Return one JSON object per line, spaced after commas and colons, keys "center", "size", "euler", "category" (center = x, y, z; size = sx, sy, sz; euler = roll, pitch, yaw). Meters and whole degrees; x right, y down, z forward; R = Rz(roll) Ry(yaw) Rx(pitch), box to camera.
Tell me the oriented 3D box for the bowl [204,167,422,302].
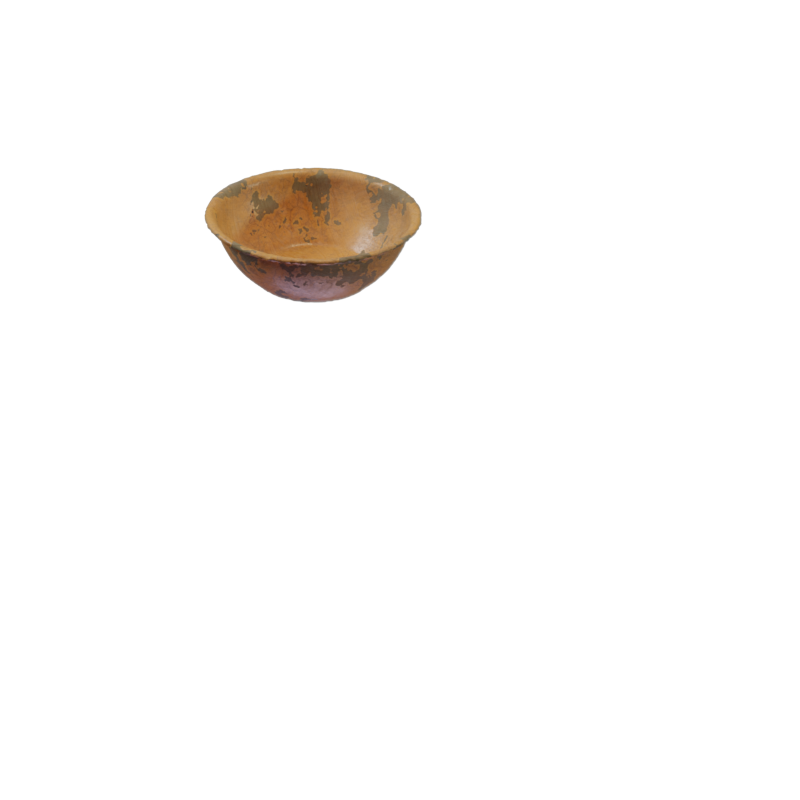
{"center": [-0.066, -0.120, 0.839], "size": [0.162, 0.052, 0.173], "euler": [-1, 33, -2], "category": "bowl"}
